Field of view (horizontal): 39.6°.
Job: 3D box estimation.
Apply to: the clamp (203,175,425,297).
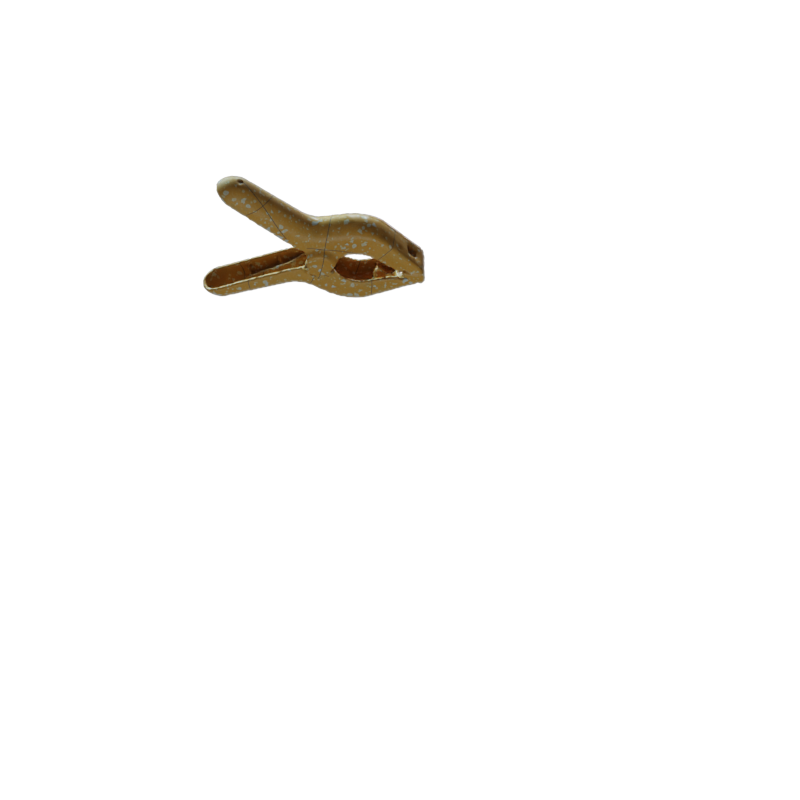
[{"bbox_3d":[-0.065,-0.118,0.829,0.171,0.042,0.112,1,-32,-2],"label":"clamp"}]
